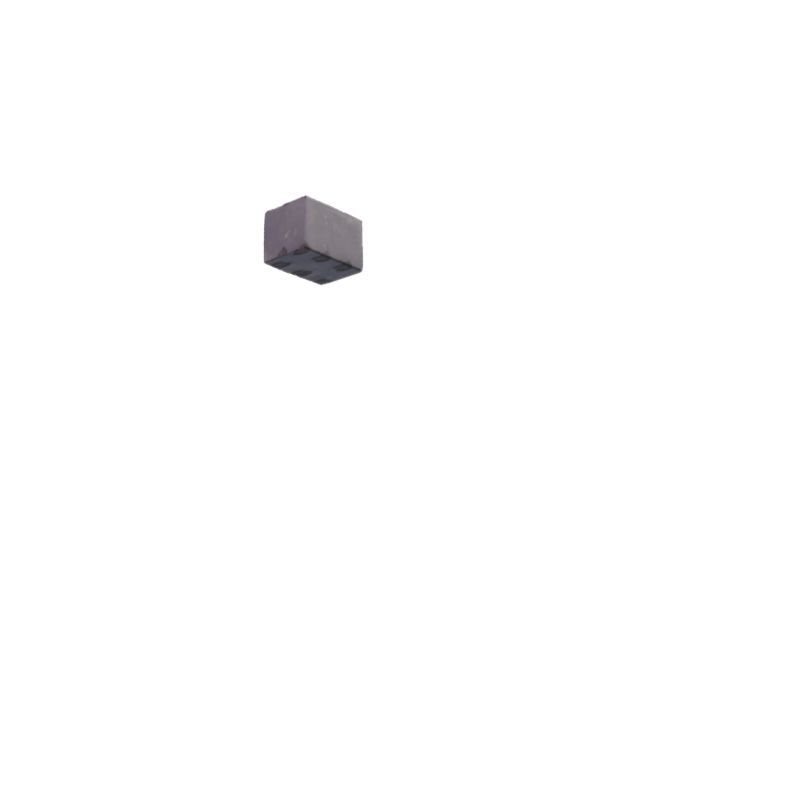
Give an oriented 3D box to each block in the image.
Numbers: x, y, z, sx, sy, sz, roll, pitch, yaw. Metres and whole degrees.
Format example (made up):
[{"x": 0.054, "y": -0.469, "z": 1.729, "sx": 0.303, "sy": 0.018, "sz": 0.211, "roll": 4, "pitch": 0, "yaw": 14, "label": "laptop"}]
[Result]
[{"x": -0.077, "y": -0.141, "z": 0.989, "sx": 0.053, "sy": 0.054, "sz": 0.073, "roll": -17, "pitch": -24, "yaw": 38, "label": "block"}]
